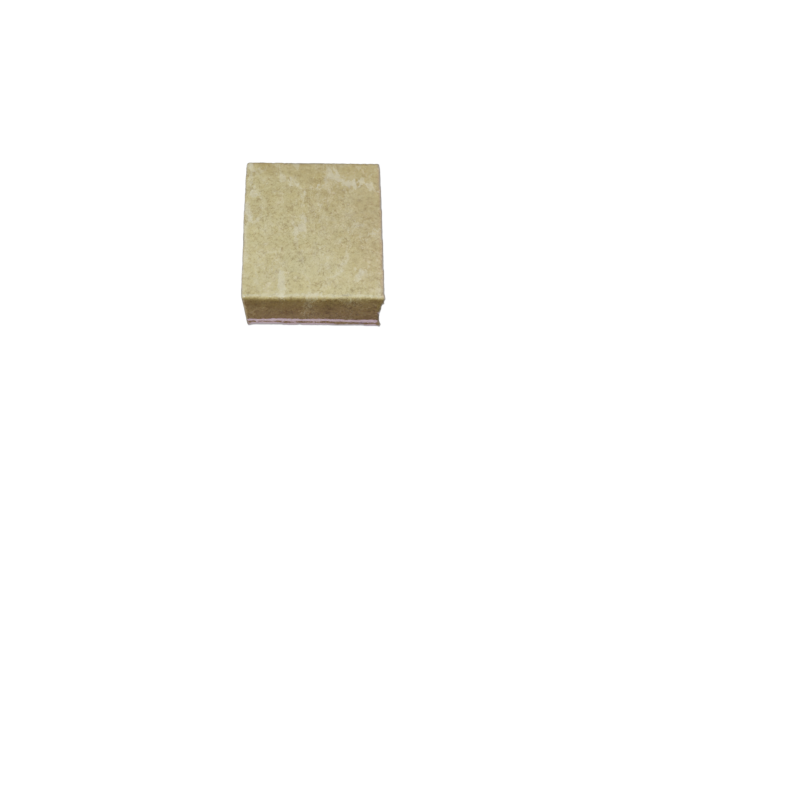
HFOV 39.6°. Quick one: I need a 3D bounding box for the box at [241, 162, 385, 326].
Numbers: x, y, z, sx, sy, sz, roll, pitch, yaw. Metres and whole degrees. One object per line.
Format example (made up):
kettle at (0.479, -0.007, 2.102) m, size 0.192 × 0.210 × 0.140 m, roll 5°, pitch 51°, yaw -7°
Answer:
box at (-0.057, -0.103, 0.724) m, size 0.090 × 0.121 × 0.036 m, roll -1°, pitch -32°, yaw -1°
